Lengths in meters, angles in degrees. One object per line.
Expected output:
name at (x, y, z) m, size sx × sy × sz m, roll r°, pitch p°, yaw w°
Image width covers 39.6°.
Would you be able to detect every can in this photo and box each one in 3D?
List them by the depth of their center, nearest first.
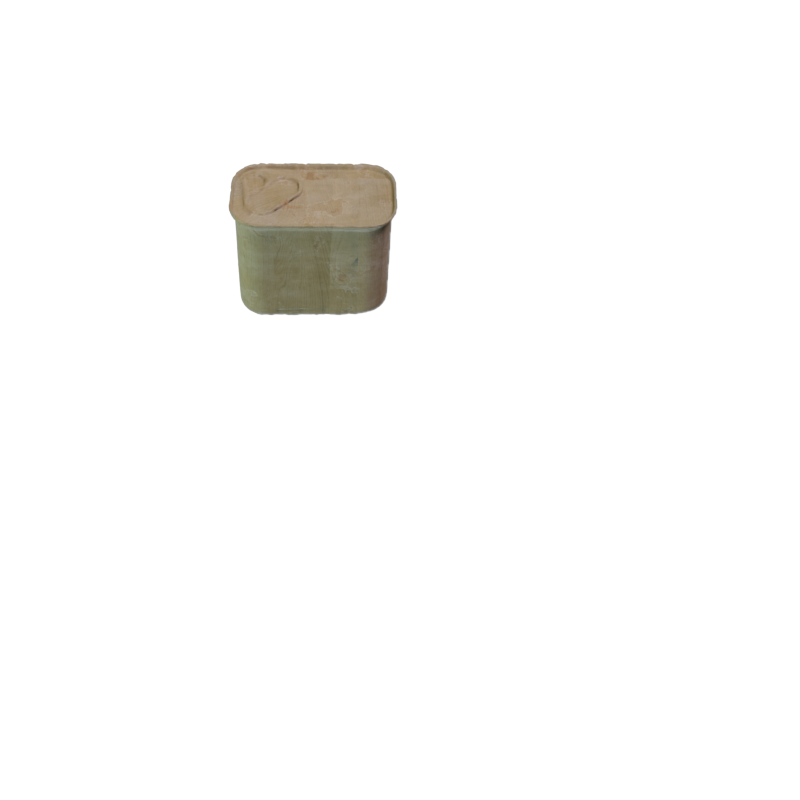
can at (-0.055, -0.100, 0.704) m, size 0.102 × 0.062 × 0.078 m, roll 1°, pitch -41°, yaw -1°
